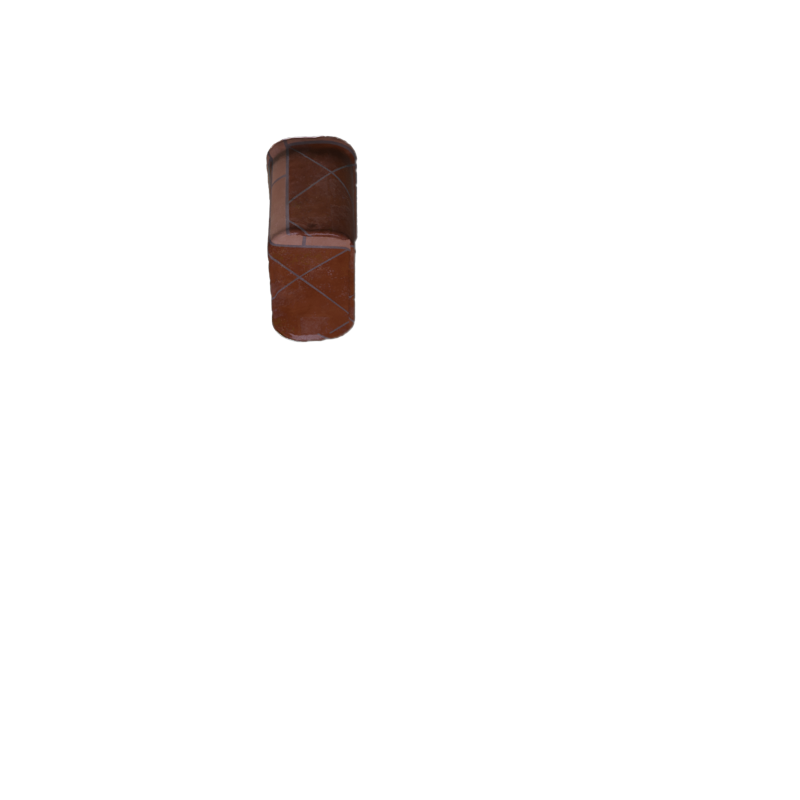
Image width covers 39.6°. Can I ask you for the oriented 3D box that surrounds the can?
[{"bbox_3d":[-0.054,-0.098,0.690,0.057,0.090,0.095,-1,-41,-2],"label":"can"}]
